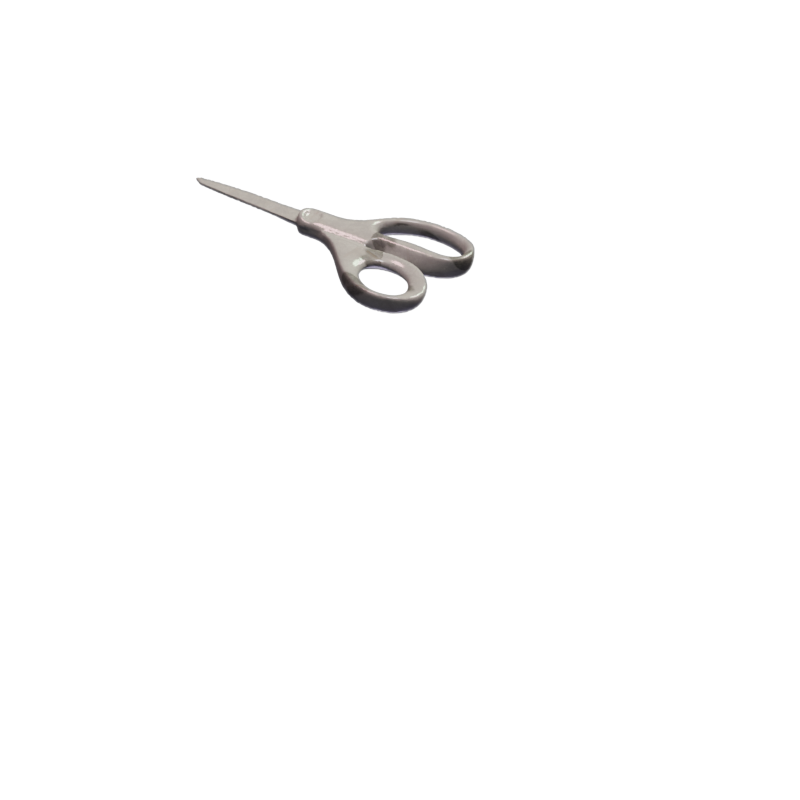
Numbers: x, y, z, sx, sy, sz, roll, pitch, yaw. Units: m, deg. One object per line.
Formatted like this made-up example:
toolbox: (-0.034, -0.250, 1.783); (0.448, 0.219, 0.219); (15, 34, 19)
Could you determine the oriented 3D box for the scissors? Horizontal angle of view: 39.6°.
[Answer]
scissors: (-0.055, -0.101, 0.708); (0.207, 0.015, 0.100); (12, 42, 14)
